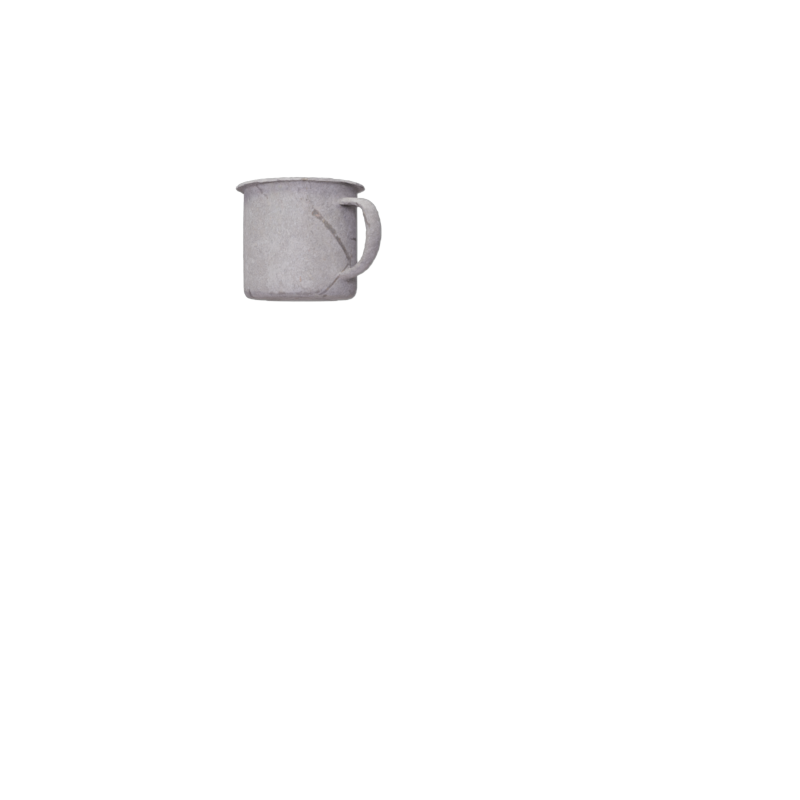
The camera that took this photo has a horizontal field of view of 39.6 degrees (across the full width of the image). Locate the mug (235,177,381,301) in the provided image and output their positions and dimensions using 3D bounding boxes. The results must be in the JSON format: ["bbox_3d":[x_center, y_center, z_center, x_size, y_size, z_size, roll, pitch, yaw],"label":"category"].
[{"bbox_3d":[-0.062,-0.112,0.788,0.121,0.082,0.089,0,-1,37],"label":"mug"}]
